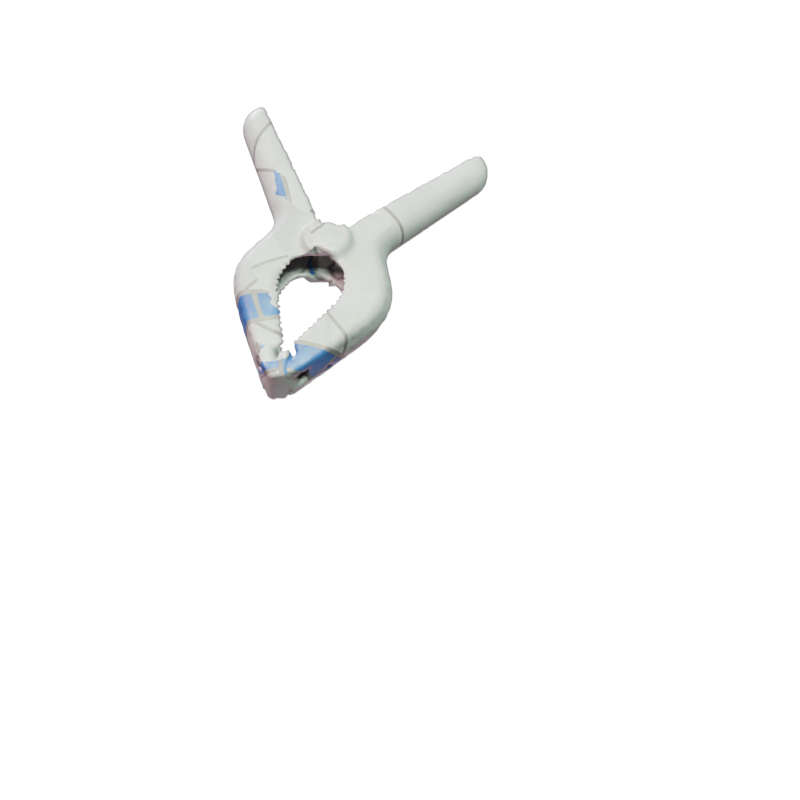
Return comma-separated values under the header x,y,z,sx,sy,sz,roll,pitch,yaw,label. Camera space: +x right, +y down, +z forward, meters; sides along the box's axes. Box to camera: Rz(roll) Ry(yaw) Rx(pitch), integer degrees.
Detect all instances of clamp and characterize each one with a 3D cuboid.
x,y,z,sx,sy,sz,roll,pitch,yaw,label
-0.054,-0.098,0.683,0.169,0.219,0.034,18,-34,12,clamp
